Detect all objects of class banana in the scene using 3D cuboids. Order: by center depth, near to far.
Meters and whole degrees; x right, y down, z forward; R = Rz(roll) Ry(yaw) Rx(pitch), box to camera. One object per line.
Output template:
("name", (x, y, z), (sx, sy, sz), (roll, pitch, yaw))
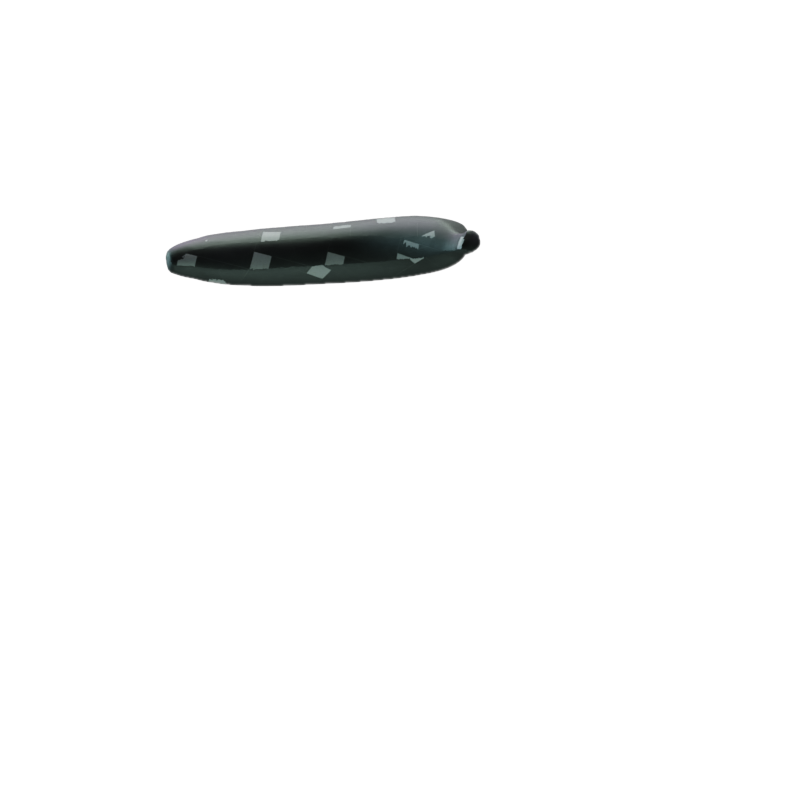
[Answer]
("banana", (-0.042, -0.092, 0.671), (0.202, 0.038, 0.066), (-3, -9, 21))
